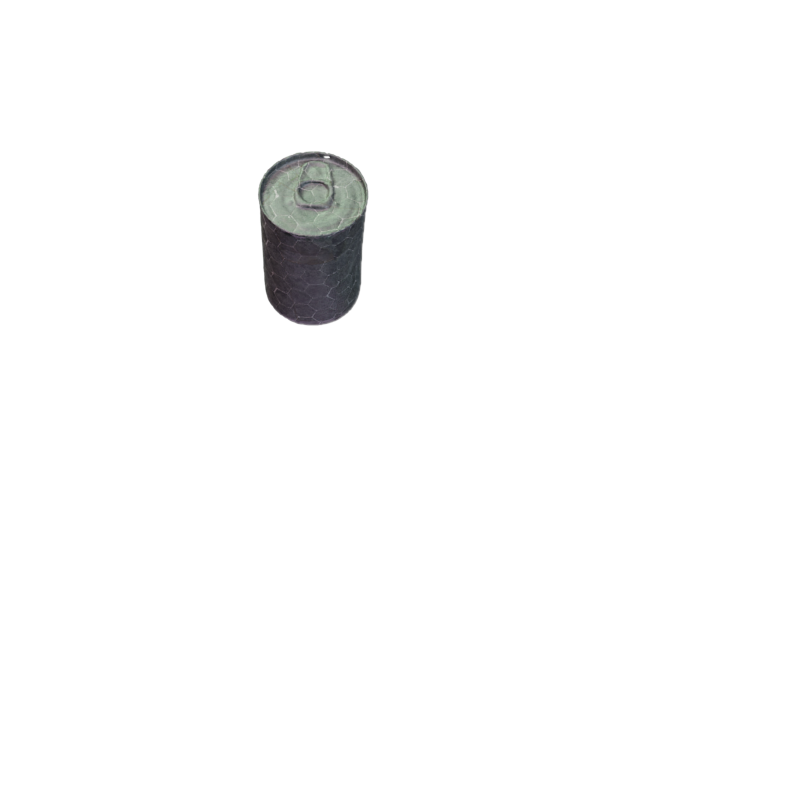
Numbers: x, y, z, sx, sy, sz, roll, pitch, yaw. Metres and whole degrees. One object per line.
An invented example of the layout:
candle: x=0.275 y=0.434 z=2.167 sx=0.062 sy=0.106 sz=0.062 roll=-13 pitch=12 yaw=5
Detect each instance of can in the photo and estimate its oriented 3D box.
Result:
can: x=-0.056 y=-0.103 z=0.720 sx=0.068 sy=0.073 sz=0.096 roll=0 pitch=-32 yaw=-3
